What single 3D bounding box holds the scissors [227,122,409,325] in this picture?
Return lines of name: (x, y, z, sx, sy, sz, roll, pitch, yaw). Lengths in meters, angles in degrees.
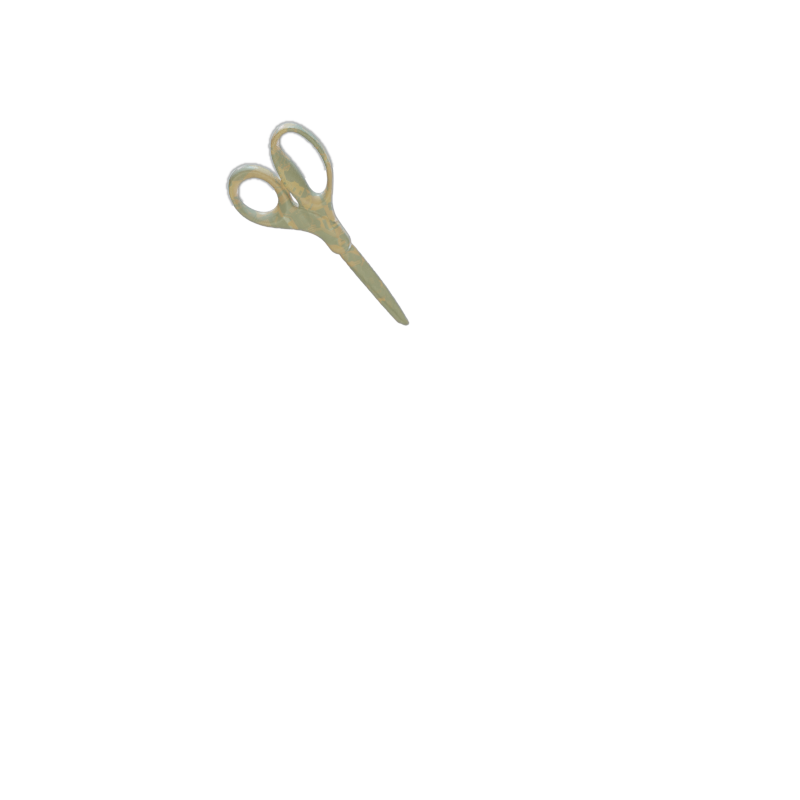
scissors: (-0.071, -0.130, 0.913, 0.096, 0.191, 0.017, -20, 21, 8)
